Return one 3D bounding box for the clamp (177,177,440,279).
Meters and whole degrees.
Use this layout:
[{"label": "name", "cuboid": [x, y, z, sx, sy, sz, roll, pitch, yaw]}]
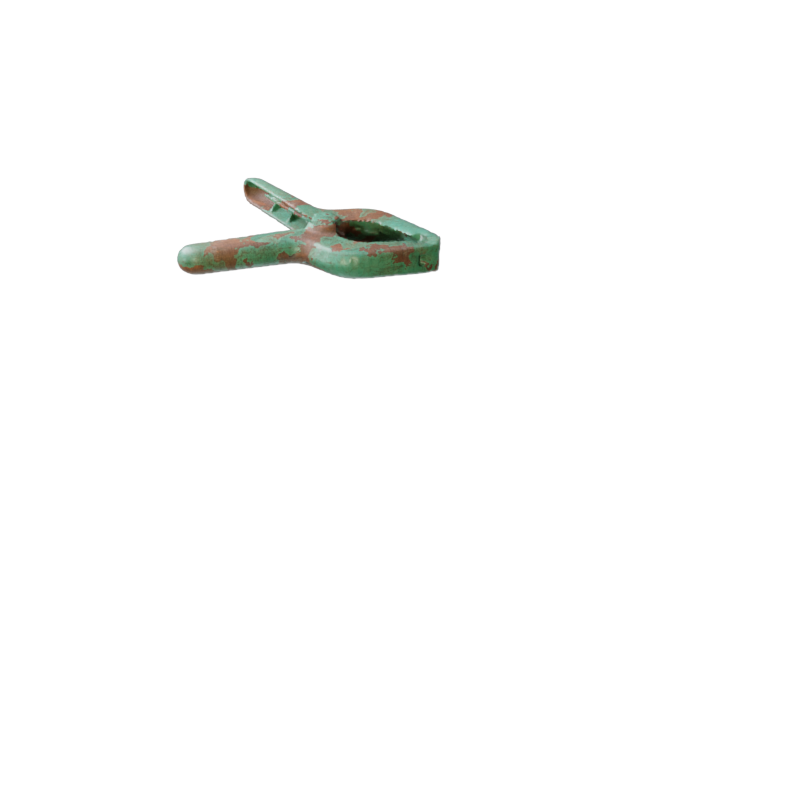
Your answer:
[{"label": "clamp", "cuboid": [-0.073, -0.134, 0.937, 0.217, 0.034, 0.169, 13, 36, 19]}]
